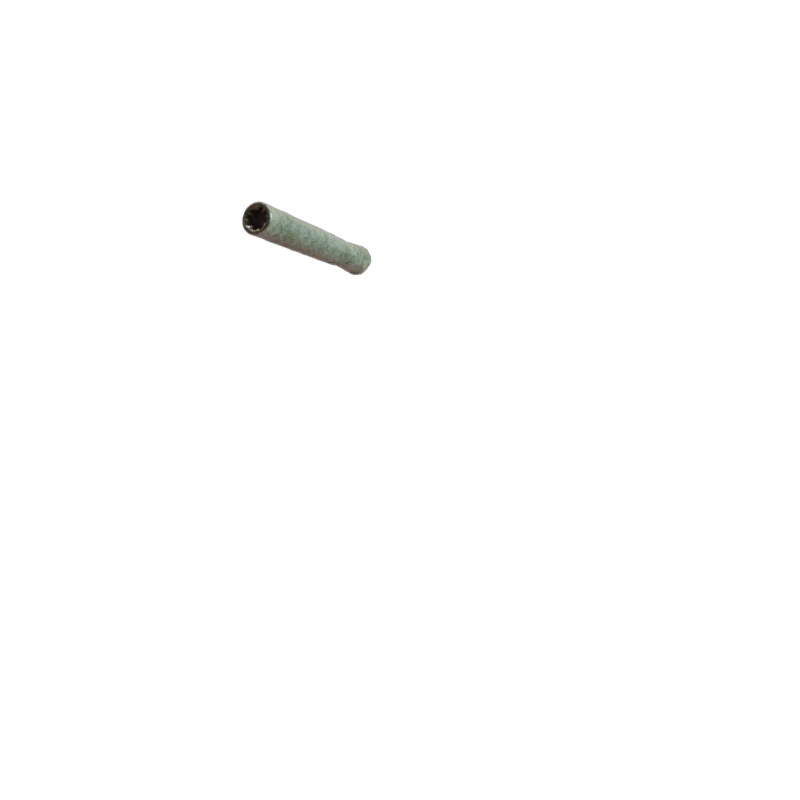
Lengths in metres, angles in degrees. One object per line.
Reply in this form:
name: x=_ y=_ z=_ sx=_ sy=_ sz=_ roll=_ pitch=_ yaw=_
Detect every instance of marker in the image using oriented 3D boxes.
marker: x=-0.050 y=-0.092 z=0.644 sx=0.020 sy=0.020 sz=0.115 roll=2 pitch=-5 yaw=29
